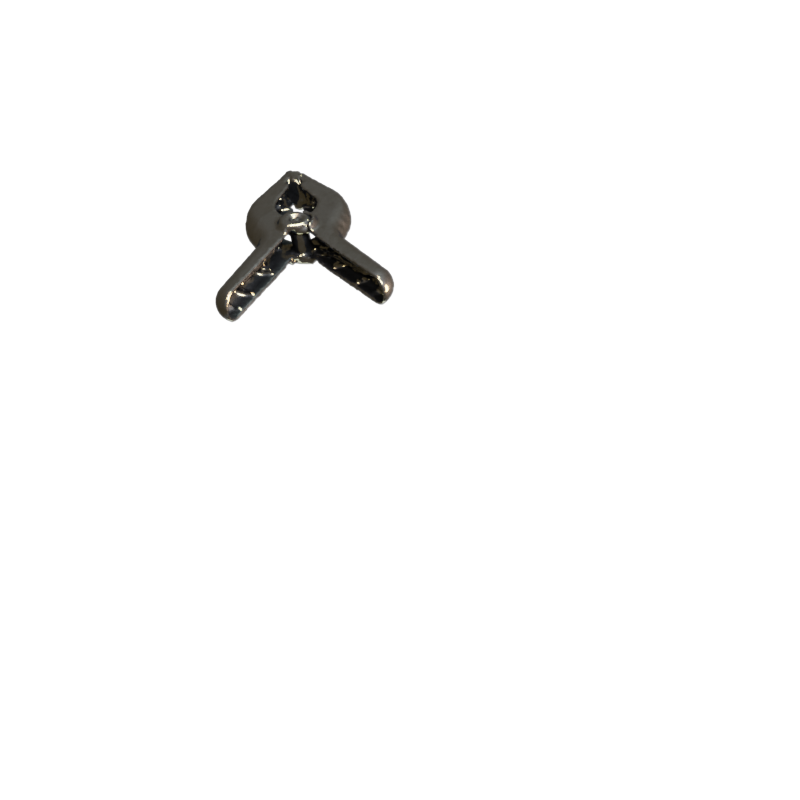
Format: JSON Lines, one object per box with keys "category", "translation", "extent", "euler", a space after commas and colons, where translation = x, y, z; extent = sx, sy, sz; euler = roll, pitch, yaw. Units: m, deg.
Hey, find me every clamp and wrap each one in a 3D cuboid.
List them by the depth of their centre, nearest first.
{"category": "clamp", "translation": [-0.063, -0.115, 0.807], "extent": [0.121, 0.037, 0.183], "euler": [2, 40, 2]}
